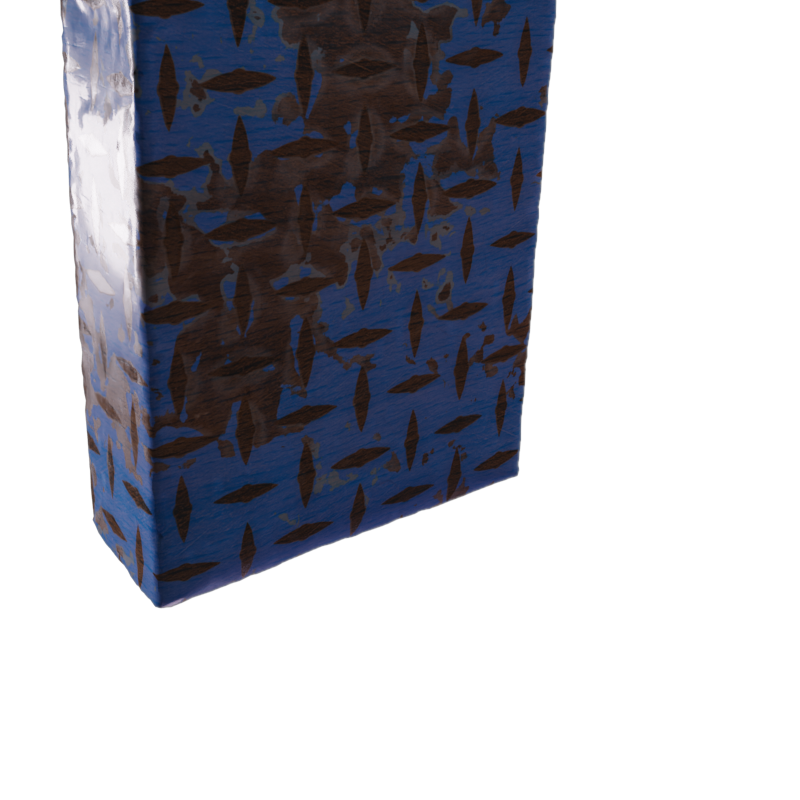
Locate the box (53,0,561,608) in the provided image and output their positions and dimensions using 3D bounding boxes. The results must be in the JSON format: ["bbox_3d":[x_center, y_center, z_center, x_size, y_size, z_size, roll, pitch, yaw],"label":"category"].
[{"bbox_3d":[-0.031,-0.057,0.398,0.161,0.205,0.077,-14,24,-33],"label":"box"}]
